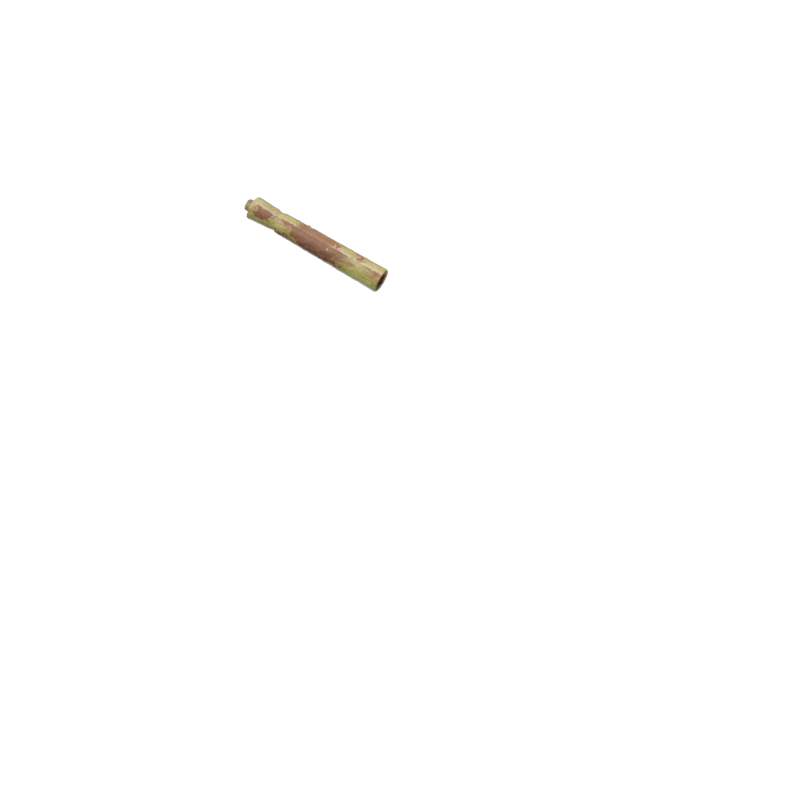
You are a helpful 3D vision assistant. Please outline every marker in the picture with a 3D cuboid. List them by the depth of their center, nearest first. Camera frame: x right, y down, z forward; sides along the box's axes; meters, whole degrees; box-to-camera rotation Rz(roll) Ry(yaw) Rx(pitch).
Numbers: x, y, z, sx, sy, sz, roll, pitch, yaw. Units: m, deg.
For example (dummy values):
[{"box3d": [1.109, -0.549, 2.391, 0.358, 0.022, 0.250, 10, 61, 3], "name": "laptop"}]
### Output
[{"box3d": [-0.065, -0.118, 0.829, 0.126, 0.019, 0.019, 31, 12, 16], "name": "marker"}]
